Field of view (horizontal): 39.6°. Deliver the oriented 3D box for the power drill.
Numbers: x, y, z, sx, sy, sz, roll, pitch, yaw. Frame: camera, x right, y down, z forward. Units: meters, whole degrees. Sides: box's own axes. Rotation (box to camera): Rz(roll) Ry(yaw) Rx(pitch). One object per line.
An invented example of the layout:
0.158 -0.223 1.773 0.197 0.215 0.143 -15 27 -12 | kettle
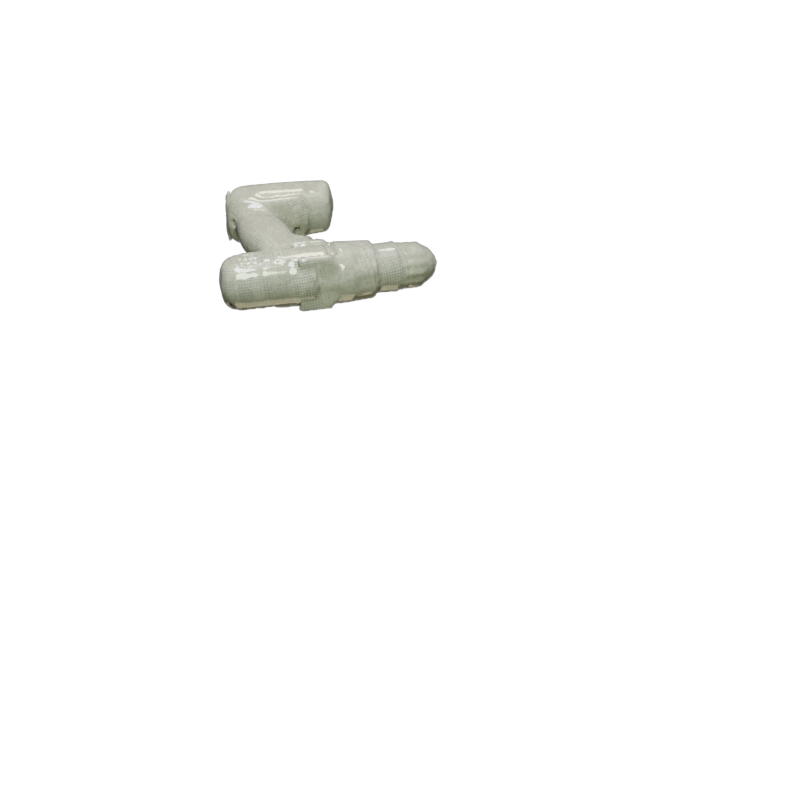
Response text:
-0.078 -0.142 0.992 0.182 0.054 0.200 -6 28 -12 | power drill
